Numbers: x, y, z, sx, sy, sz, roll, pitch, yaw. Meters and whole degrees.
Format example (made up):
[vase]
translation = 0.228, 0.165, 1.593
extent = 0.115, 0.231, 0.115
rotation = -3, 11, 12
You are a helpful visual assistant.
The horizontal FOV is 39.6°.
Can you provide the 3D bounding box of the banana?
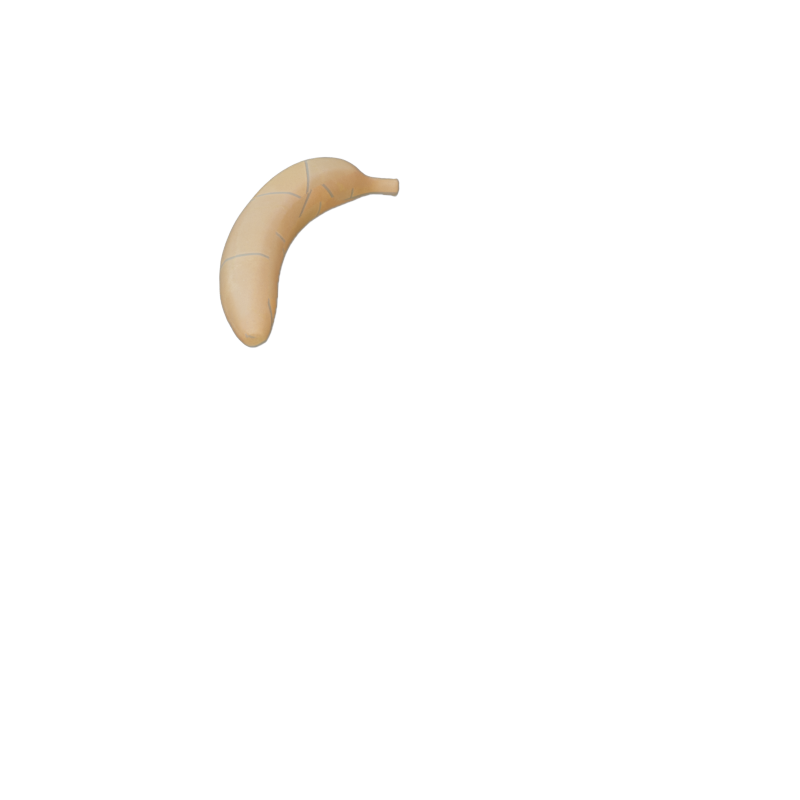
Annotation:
[banana]
translation = -0.069, -0.106, 0.690
extent = 0.072, 0.034, 0.204
rotation = 16, 43, 18
